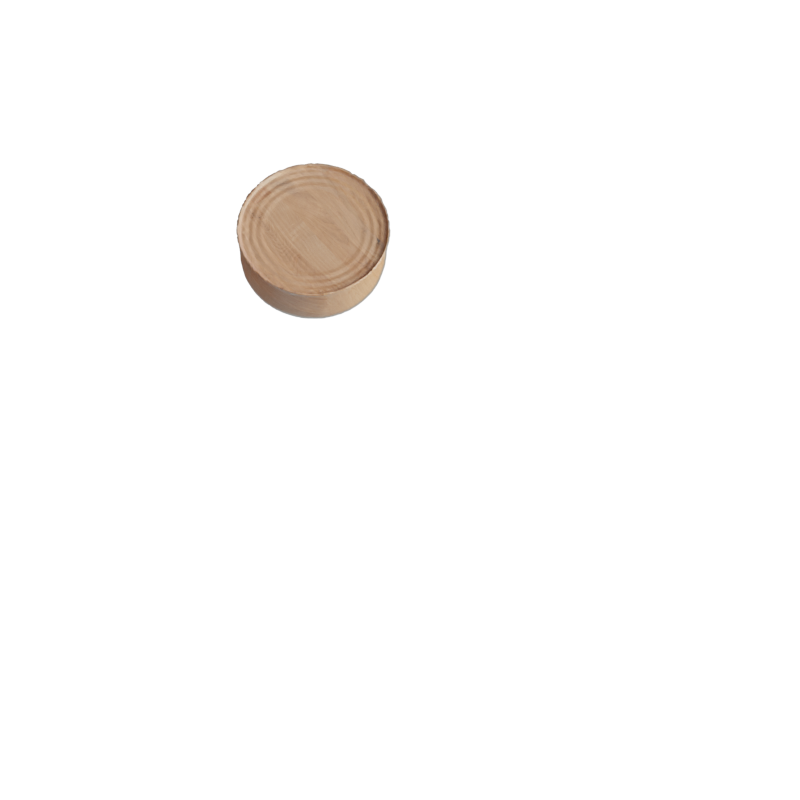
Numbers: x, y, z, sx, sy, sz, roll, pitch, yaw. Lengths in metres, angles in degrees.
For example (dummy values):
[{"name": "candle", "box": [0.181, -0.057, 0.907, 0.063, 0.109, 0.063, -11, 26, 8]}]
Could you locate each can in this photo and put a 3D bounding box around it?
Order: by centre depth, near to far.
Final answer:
[{"name": "can", "box": [-0.049, -0.090, 0.631, 0.086, 0.091, 0.032, -1, -28, -1]}]
